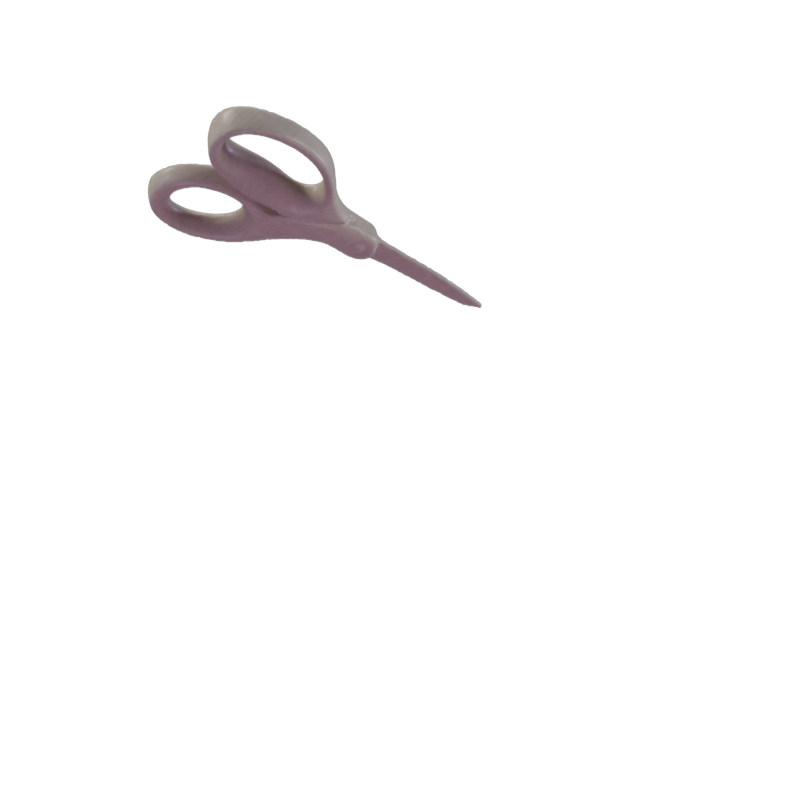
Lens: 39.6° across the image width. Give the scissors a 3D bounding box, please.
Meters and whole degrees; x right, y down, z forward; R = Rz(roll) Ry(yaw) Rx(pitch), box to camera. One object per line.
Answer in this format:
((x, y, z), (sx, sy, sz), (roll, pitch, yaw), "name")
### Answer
((-0.042, -0.077, 0.537), (0.098, 0.017, 0.187), (-13, -29, 24), "scissors")
